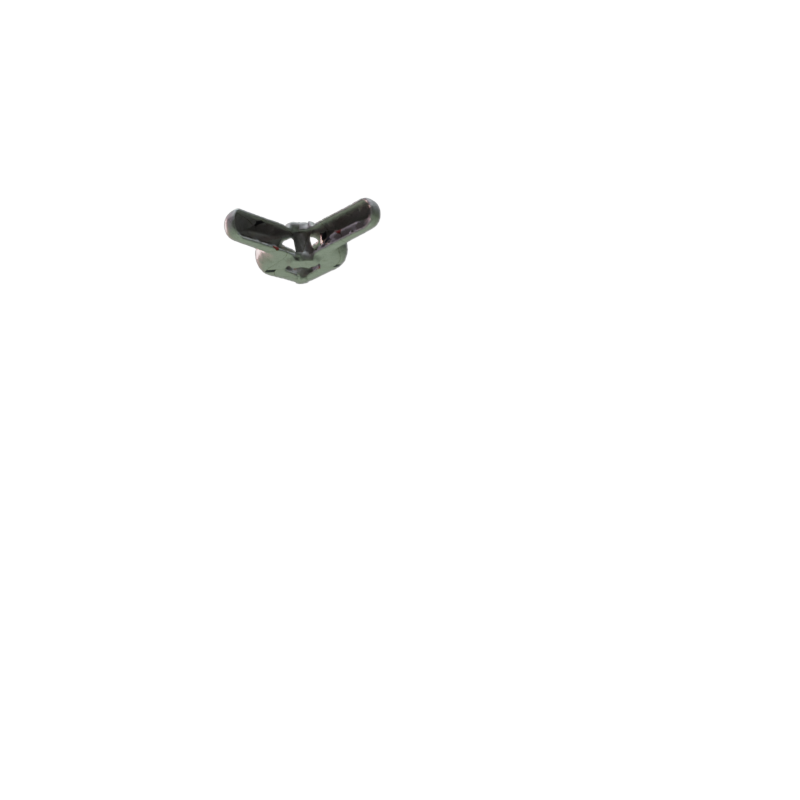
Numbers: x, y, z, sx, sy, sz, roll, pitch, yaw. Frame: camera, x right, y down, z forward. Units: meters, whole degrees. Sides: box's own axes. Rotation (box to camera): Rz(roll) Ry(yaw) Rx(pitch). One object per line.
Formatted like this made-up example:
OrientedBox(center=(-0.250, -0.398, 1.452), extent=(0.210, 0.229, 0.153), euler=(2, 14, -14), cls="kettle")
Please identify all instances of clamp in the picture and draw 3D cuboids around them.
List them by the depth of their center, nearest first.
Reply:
OrientedBox(center=(-0.072, -0.131, 0.920), extent=(0.121, 0.040, 0.166), euler=(-1, -5, 5), cls="clamp")
